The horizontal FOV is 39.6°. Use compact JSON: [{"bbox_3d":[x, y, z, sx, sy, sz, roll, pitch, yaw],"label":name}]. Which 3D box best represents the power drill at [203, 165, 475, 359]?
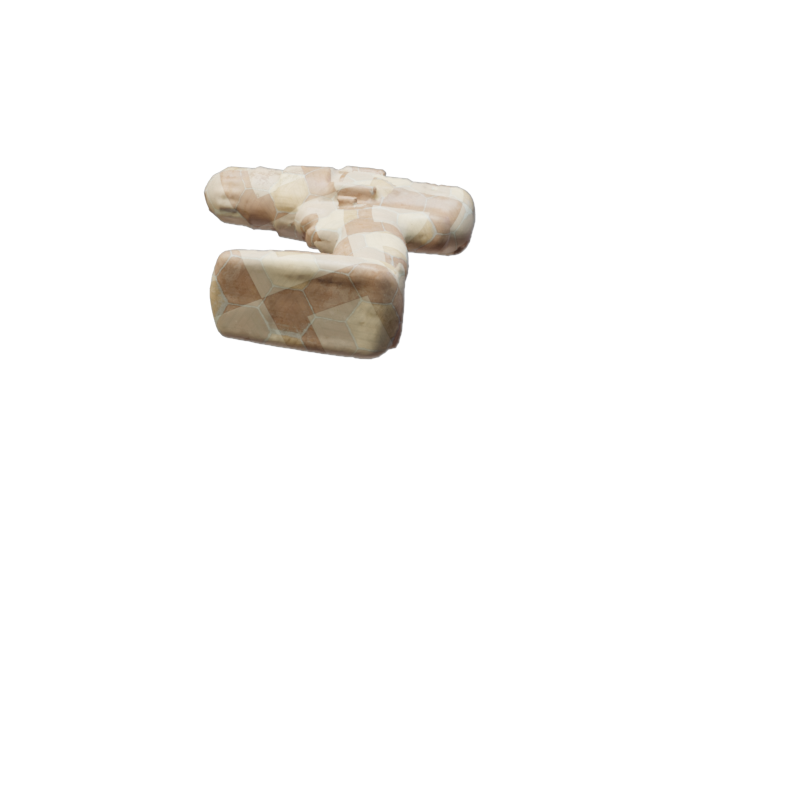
[{"bbox_3d":[-0.053,-0.097,0.683,0.188,0.054,0.195,6,30,10],"label":"power drill"}]
